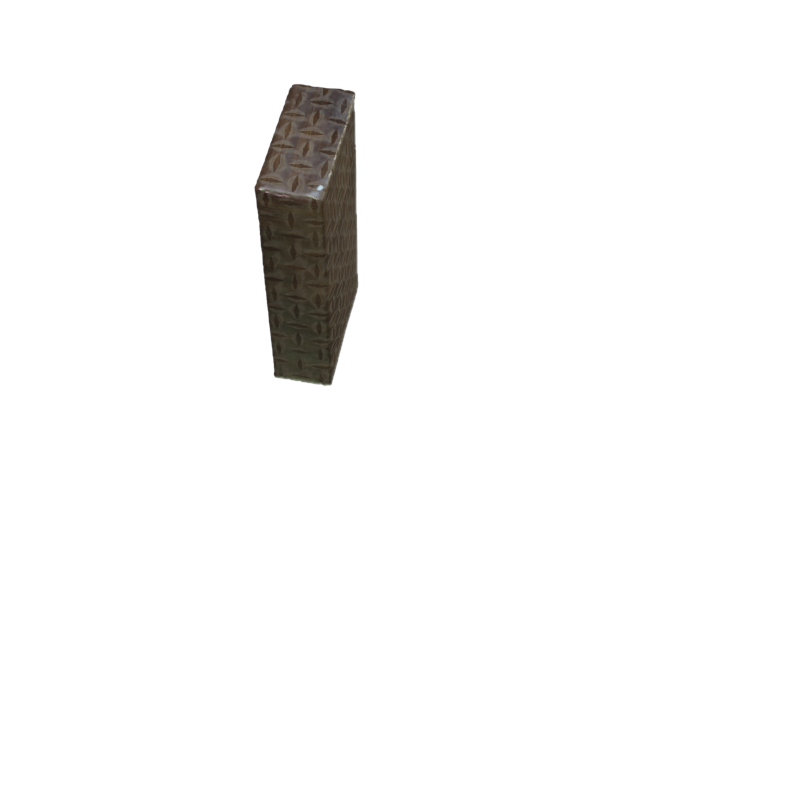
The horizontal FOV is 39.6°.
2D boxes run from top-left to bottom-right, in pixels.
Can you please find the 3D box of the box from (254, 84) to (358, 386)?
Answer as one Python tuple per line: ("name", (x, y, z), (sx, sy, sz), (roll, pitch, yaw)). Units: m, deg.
("box", (-0.053, -0.098, 0.686), (0.048, 0.099, 0.165), (10, -36, 3))
